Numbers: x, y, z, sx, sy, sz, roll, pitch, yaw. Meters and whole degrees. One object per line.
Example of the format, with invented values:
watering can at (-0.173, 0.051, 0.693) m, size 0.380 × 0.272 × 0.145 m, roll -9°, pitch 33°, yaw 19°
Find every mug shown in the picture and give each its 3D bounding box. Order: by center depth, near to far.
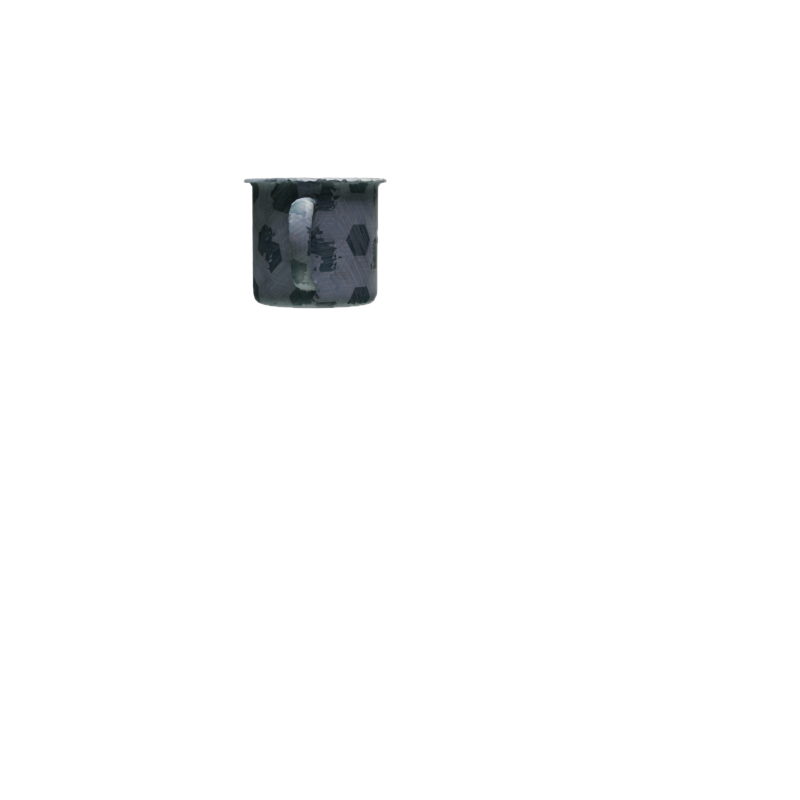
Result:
mug at (-0.056, -0.102, 0.712) m, size 0.094 × 0.081 × 0.118 m, roll 0°, pitch 8°, yaw 2°
